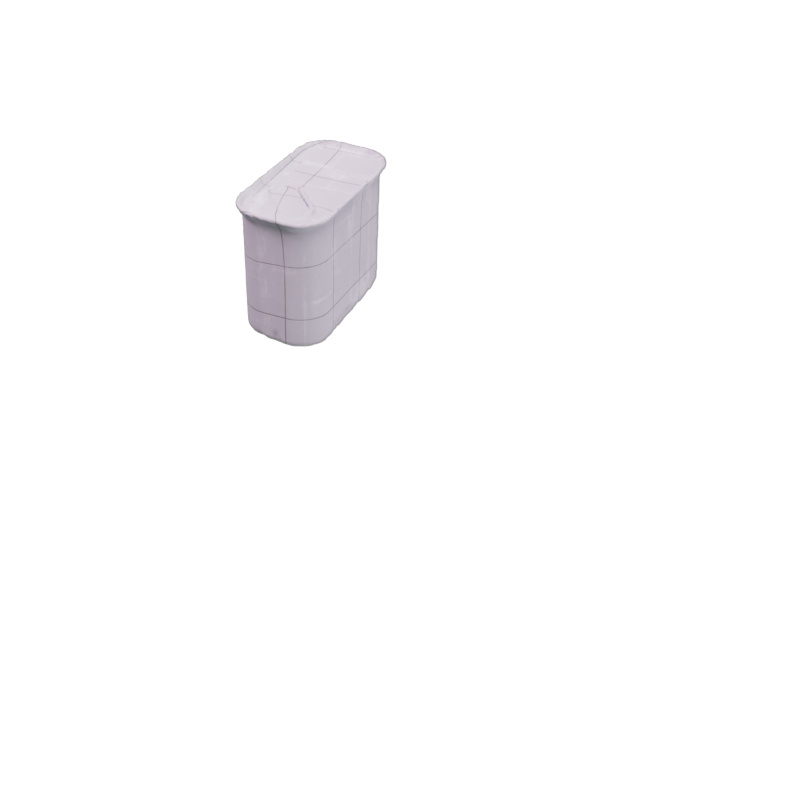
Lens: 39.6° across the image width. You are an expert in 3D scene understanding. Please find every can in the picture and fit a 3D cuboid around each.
[{"bbox_3d":[-0.051,-0.093,0.651,0.060,0.078,0.105,16,38,20],"label":"can"}]
